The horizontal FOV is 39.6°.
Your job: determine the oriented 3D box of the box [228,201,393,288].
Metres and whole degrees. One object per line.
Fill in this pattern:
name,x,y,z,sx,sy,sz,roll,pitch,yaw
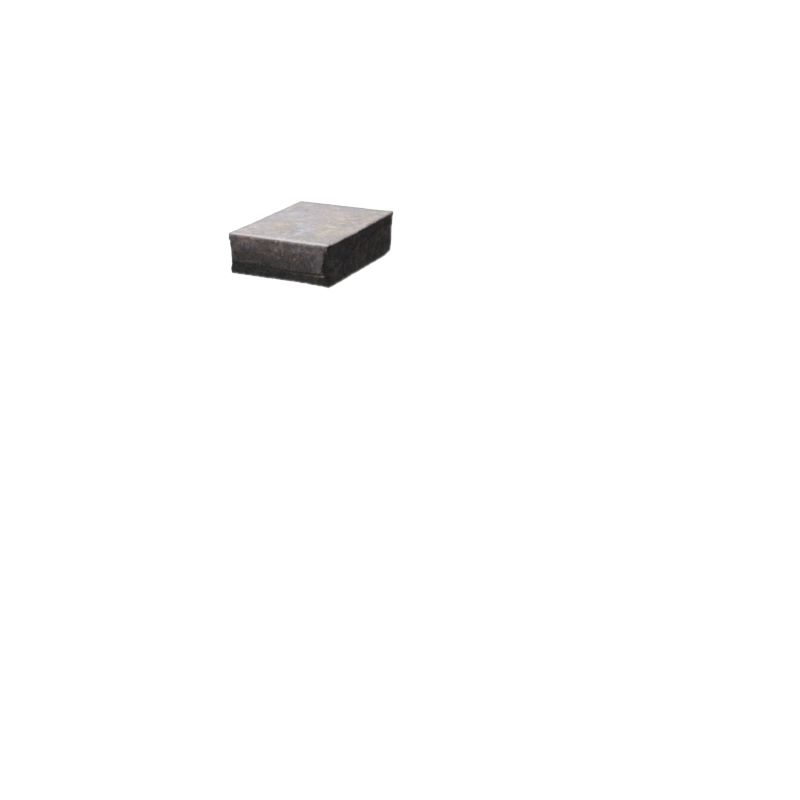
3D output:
box,-0.069,-0.126,0.885,0.094,0.037,0.114,11,24,25
